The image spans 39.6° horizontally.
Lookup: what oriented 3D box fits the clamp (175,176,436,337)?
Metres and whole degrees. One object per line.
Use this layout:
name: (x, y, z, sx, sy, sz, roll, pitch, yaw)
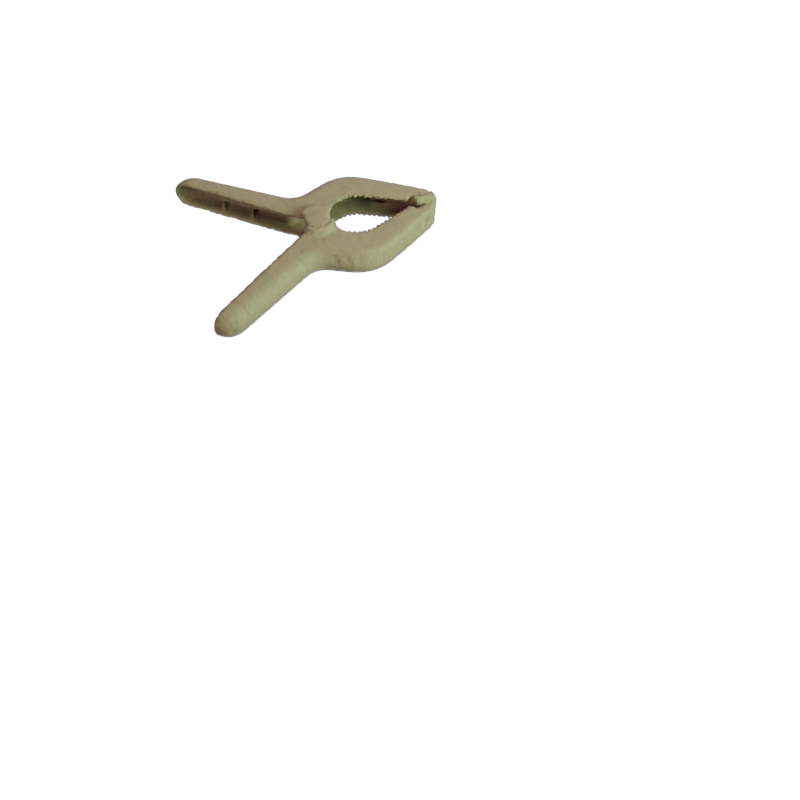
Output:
clamp: (-0.070, -0.127, 0.890, 0.208, 0.177, 0.034, -8, -38, -6)
